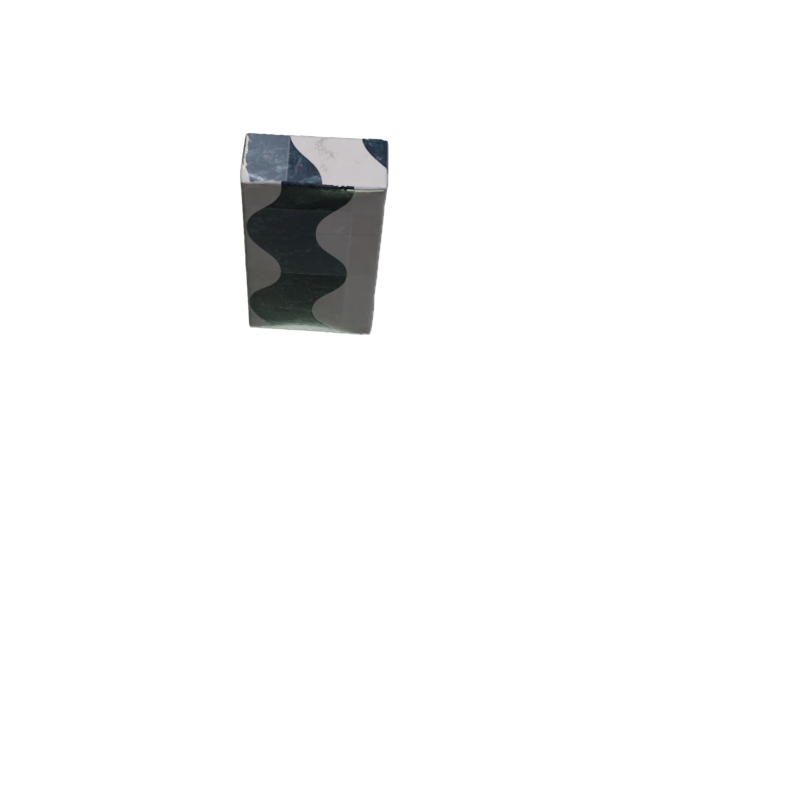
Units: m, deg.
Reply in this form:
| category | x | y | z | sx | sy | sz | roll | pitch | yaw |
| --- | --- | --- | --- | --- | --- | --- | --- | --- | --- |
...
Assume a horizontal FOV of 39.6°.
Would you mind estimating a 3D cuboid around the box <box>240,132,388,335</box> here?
| category | x | y | z | sx | sy | sz | roll | pitch | yaw |
| --- | --- | --- | --- | --- | --- | --- | --- | --- | --- |
| box | -0.059 | -0.107 | 0.753 | 0.093 | 0.051 | 0.166 | 4 | -27 | -1 |
